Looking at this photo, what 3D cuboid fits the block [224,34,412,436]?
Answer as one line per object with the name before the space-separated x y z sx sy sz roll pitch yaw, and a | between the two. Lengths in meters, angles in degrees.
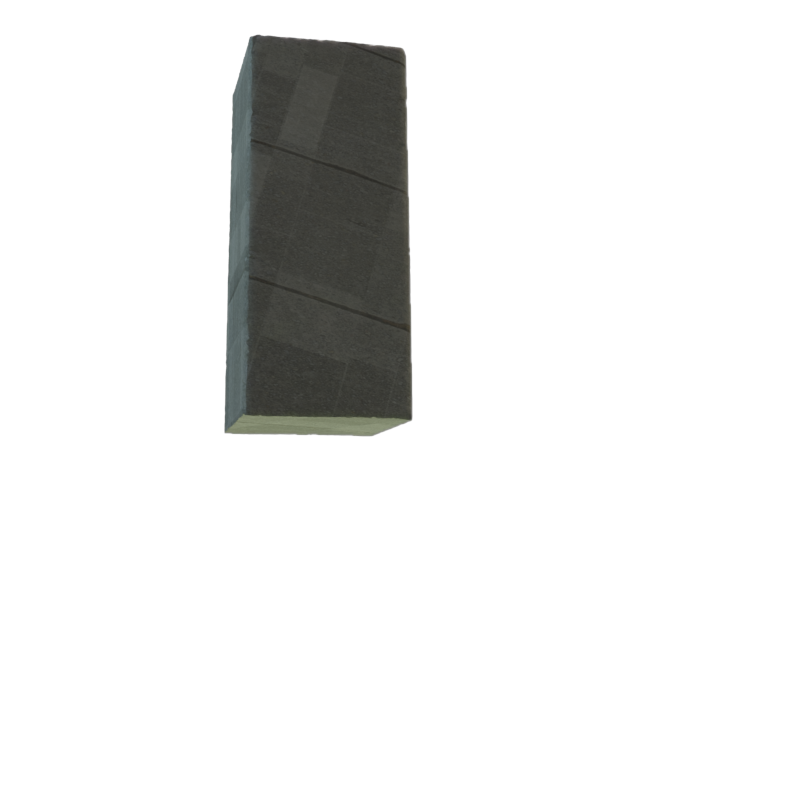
block | -0.048 -0.089 0.621 0.089 0.214 0.089 2 -14 -13
